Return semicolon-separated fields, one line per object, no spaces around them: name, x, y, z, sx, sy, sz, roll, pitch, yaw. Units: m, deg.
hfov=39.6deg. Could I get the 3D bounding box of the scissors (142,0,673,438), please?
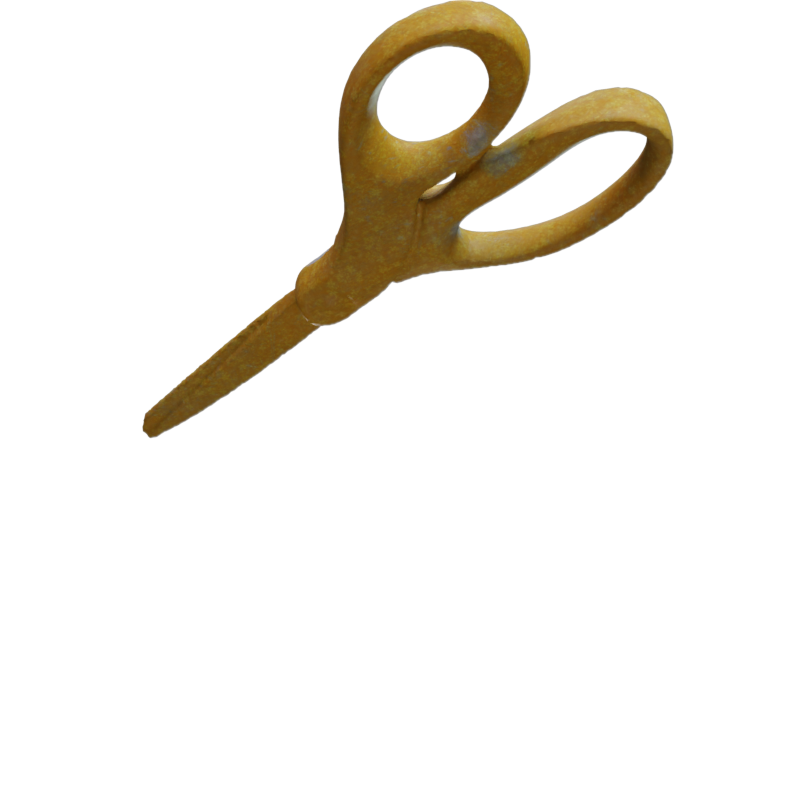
scissors;-0.025;-0.045;0.318;0.203;0.017;0.089;-22;-45;23
